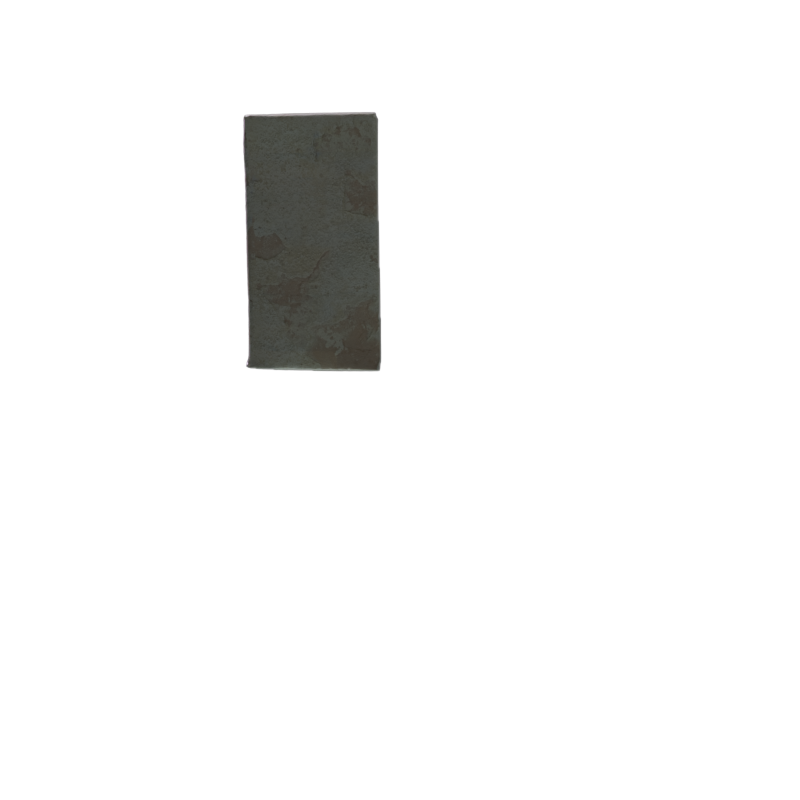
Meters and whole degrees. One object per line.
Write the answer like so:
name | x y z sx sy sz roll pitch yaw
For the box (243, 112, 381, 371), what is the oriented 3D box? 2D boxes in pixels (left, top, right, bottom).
box | -0.060 -0.110 0.768 0.094 0.176 0.048 0 1 3
